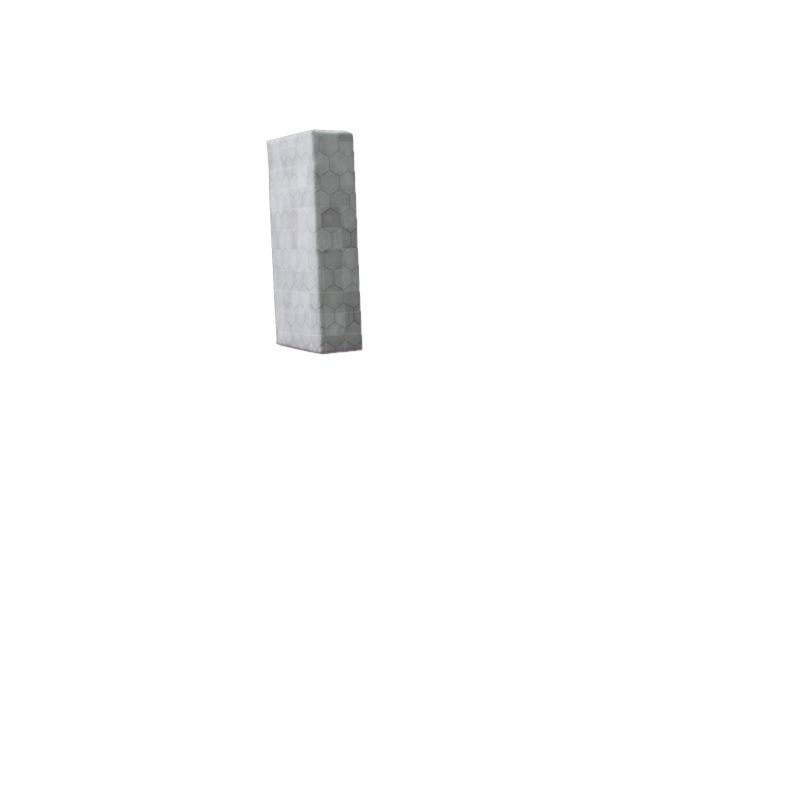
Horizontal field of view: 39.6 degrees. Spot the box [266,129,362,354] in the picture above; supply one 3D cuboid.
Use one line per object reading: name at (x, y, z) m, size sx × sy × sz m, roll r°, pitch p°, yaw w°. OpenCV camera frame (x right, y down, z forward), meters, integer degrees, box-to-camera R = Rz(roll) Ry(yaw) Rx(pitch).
box at (-0.071, -0.130, 0.910) m, size 0.046 × 0.176 × 0.096 m, roll 0°, pitch 2°, yaw -28°
